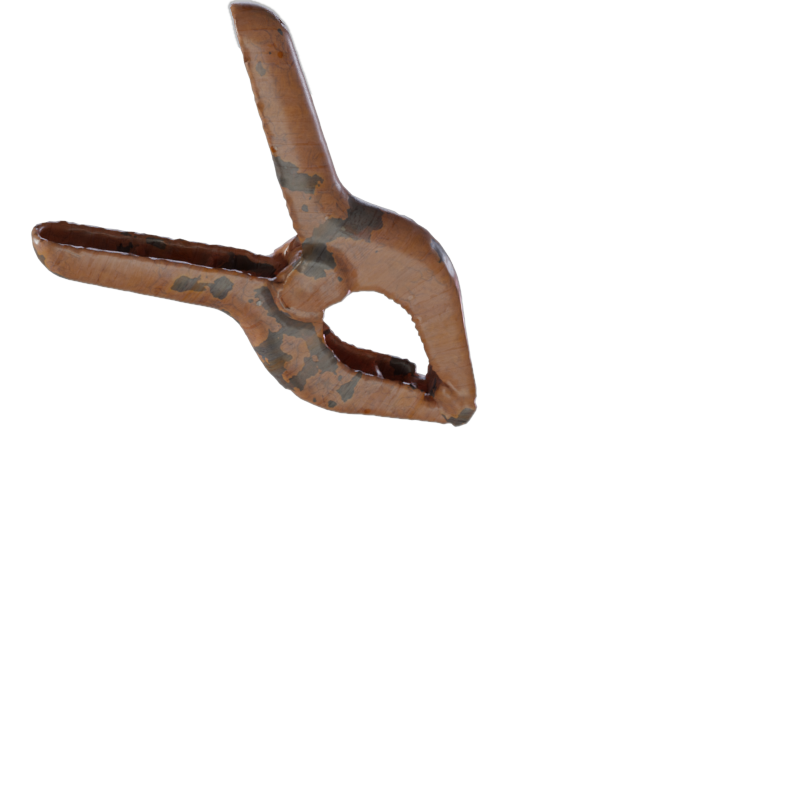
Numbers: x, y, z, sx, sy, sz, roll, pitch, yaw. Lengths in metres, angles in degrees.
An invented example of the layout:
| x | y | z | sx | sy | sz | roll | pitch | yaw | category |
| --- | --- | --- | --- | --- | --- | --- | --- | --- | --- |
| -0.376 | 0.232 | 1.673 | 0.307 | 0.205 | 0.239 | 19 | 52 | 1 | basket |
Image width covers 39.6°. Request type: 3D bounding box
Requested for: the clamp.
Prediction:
| x | y | z | sx | sy | sz | roll | pitch | yaw | category |
| --- | --- | --- | --- | --- | --- | --- | --- | --- | --- |
| -0.031 | -0.057 | 0.397 | 0.165 | 0.117 | 0.042 | 31 | 25 | -16 | clamp |
